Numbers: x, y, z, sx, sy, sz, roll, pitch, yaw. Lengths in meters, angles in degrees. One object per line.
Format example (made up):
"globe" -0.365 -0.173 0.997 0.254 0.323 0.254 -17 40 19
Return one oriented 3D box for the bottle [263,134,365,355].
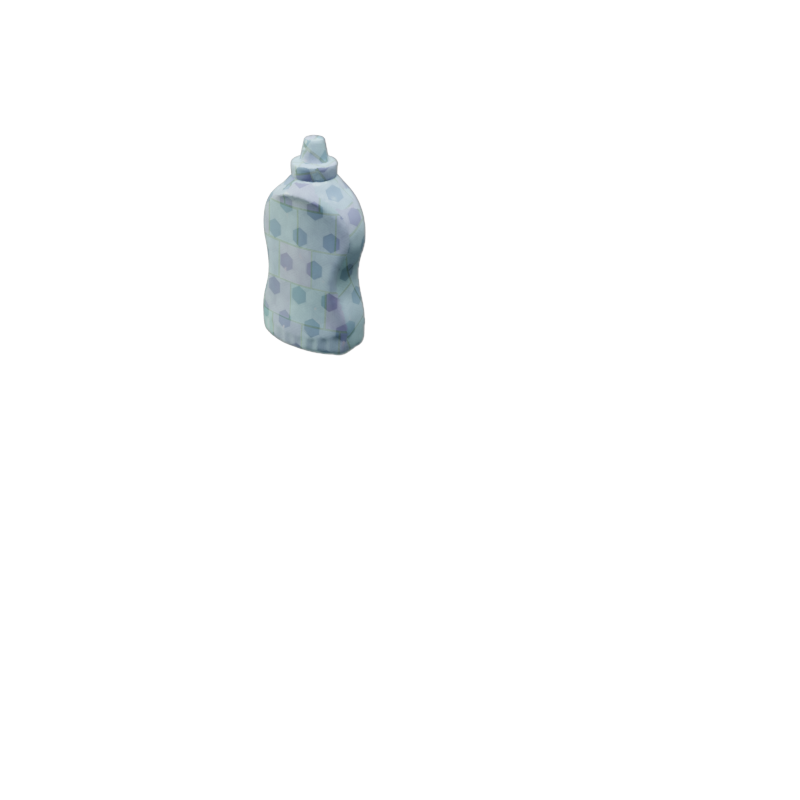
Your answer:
"bottle" -0.076 -0.140 0.980 0.101 0.182 0.058 19 29 32
